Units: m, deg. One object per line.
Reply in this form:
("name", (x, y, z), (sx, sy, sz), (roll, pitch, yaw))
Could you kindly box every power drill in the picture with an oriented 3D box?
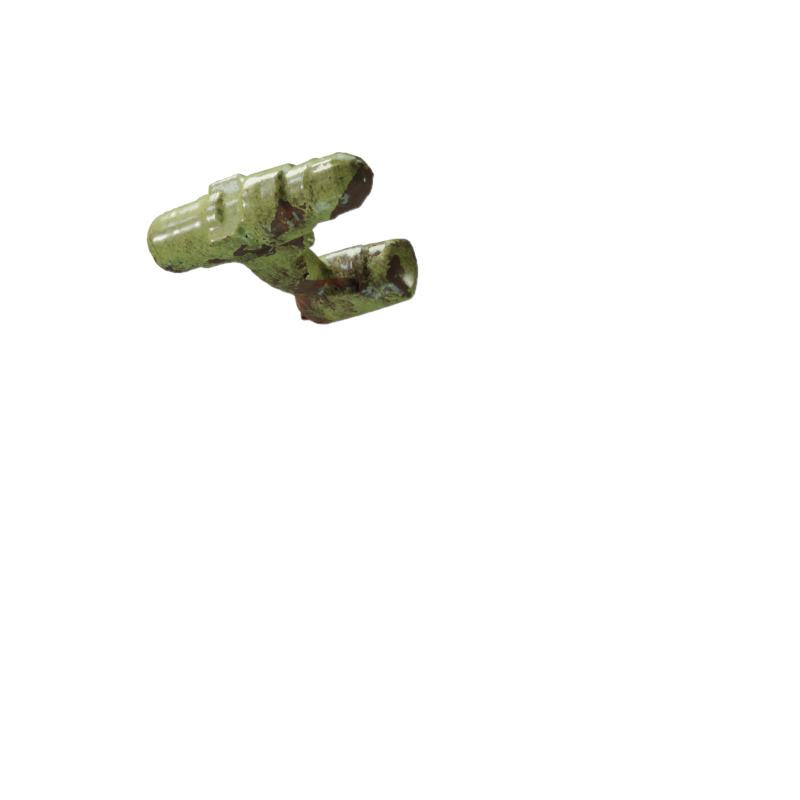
("power drill", (-0.064, -0.117, 0.823), (0.188, 0.060, 0.175), (-12, -21, 31))
